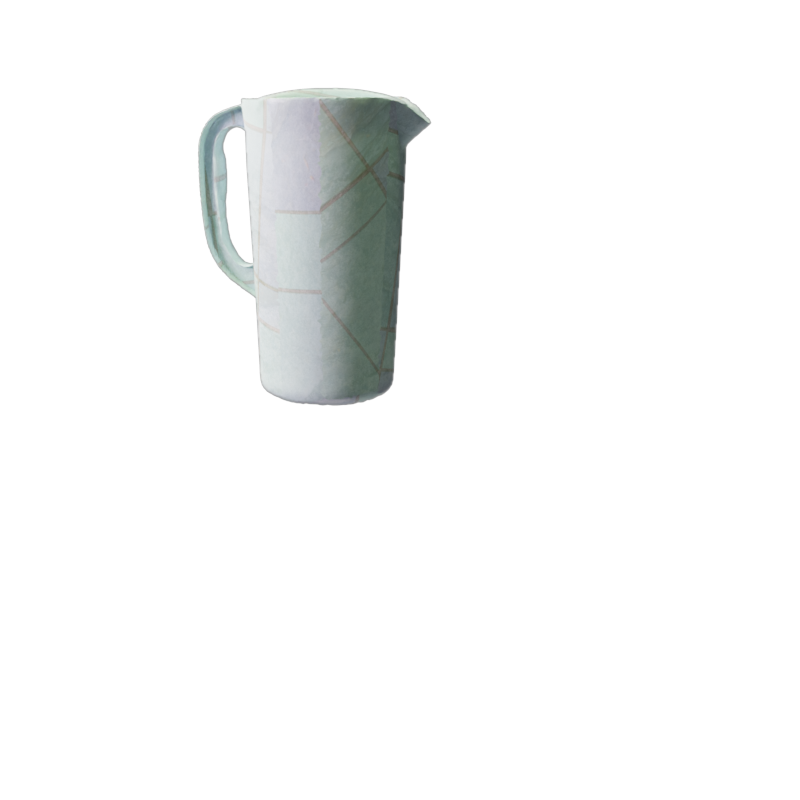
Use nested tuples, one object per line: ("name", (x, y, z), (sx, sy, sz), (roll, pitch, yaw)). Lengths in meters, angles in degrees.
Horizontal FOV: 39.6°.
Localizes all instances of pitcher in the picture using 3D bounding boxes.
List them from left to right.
("pitcher", (-0.069, -0.126, 0.885), (0.141, 0.238, 0.157), (-5, 11, -31))
